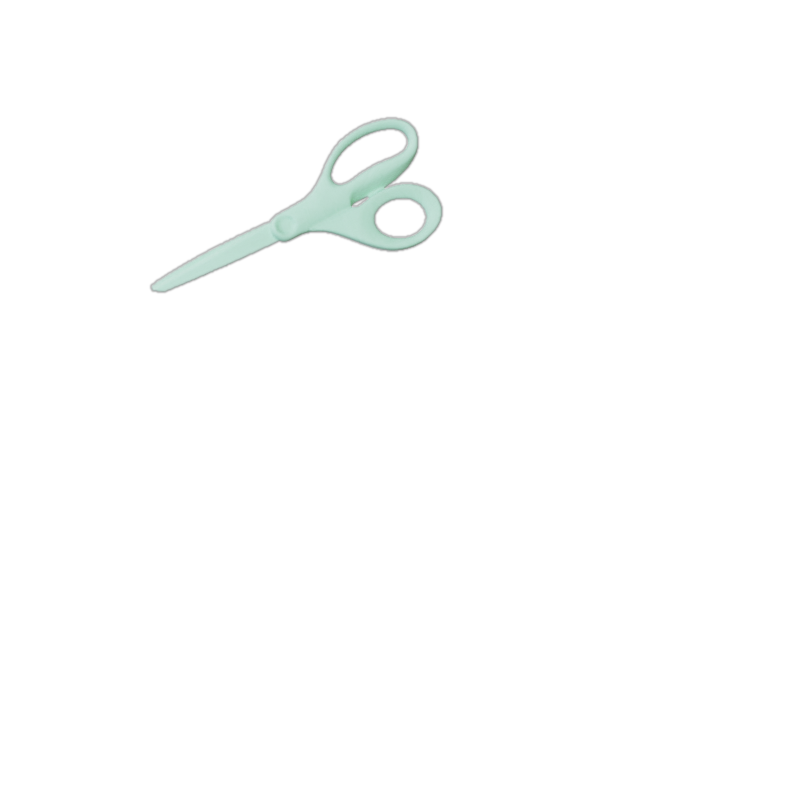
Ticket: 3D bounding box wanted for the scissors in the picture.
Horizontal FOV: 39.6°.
[{"bbox_3d":[-0.057,-0.104,0.732,0.202,0.098,0.015,-42,-6,-6],"label":"scissors"}]
